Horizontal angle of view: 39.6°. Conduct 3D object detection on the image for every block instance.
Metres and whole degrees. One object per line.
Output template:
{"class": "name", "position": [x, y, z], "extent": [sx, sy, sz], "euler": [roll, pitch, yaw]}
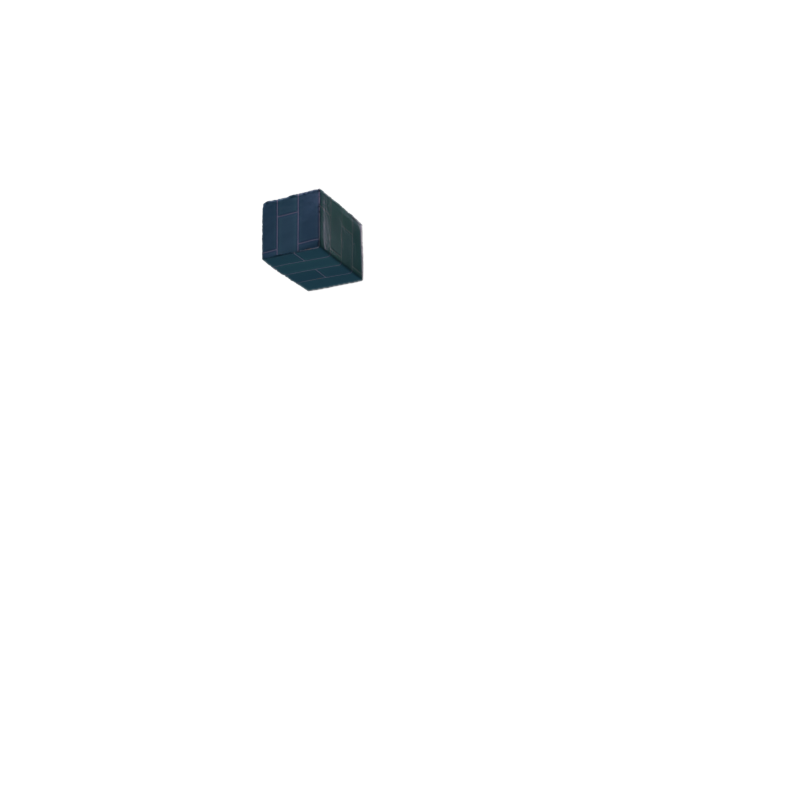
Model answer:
{"class": "block", "position": [-0.069, -0.126, 0.881], "extent": [0.054, 0.054, 0.073], "euler": [-10, -21, 24]}
